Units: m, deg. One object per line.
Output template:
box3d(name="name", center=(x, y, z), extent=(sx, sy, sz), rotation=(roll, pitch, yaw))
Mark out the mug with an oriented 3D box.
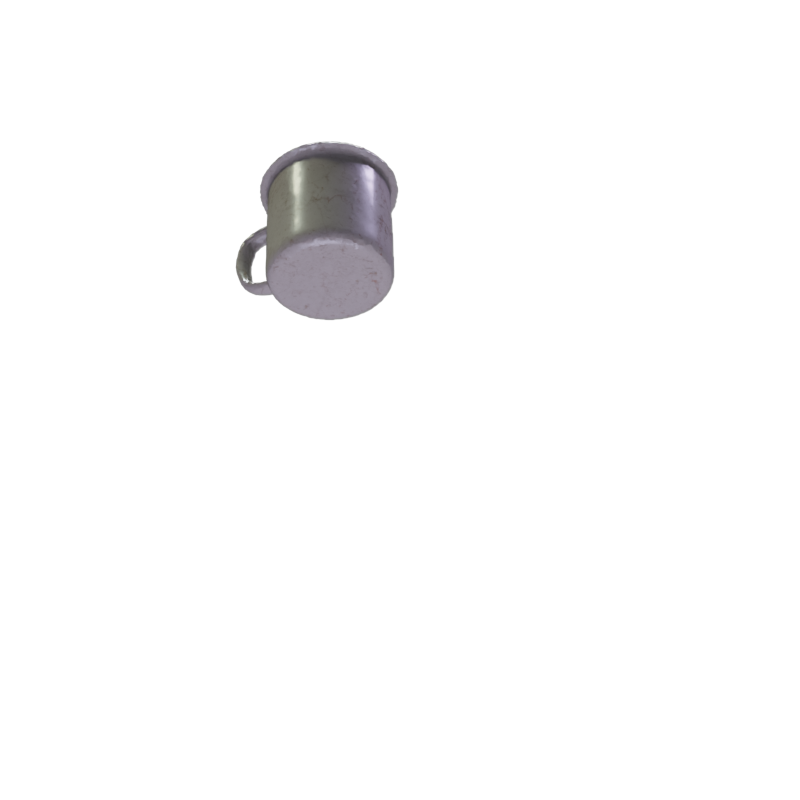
box3d(name="mug", center=(-0.057, -0.103, 0.724), extent=(0.118, 0.087, 0.086), rotation=(-18, -42, 19))
